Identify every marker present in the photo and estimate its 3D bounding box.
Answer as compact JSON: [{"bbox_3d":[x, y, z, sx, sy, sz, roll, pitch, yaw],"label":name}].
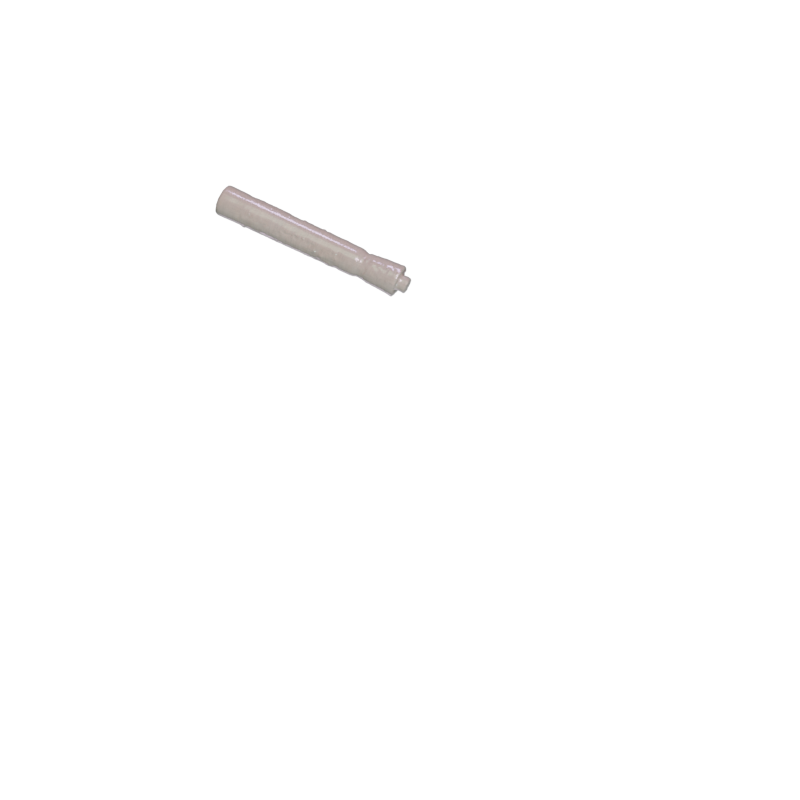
[{"bbox_3d":[-0.050,-0.091,0.638,0.124,0.019,0.019,26,9,13],"label":"marker"}]
